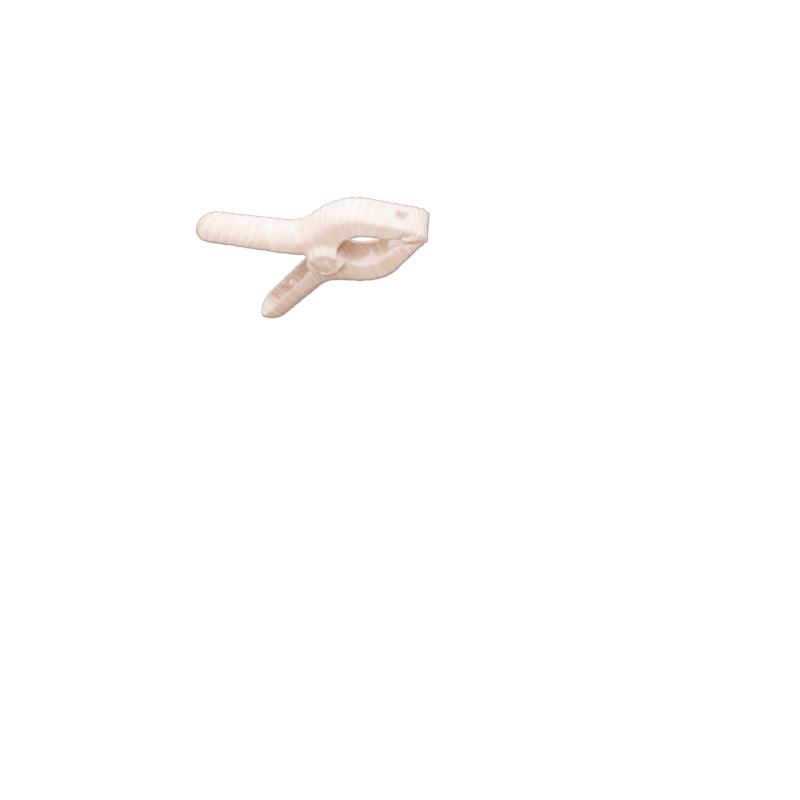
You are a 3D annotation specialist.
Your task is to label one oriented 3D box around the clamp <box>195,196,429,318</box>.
[{"bbox_3d":[-0.065,-0.119,0.833,0.173,0.042,0.111,-18,-36,27],"label":"clamp"}]
